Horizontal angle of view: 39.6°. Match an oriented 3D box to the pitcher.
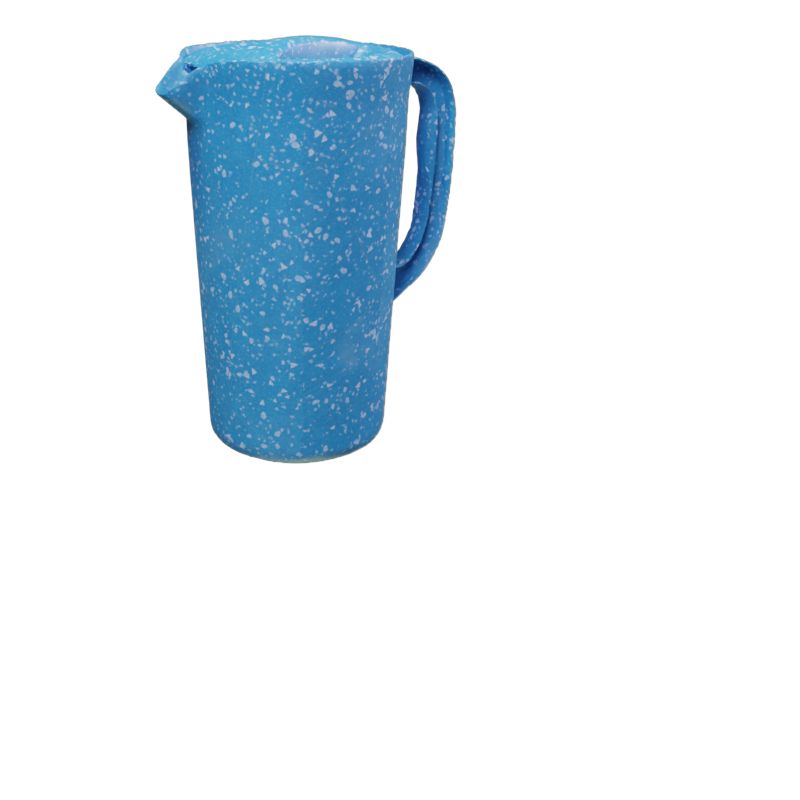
[{"bbox_3d":[-0.052,-0.095,0.663,0.152,0.234,0.148,5,19,12],"label":"pitcher"}]
